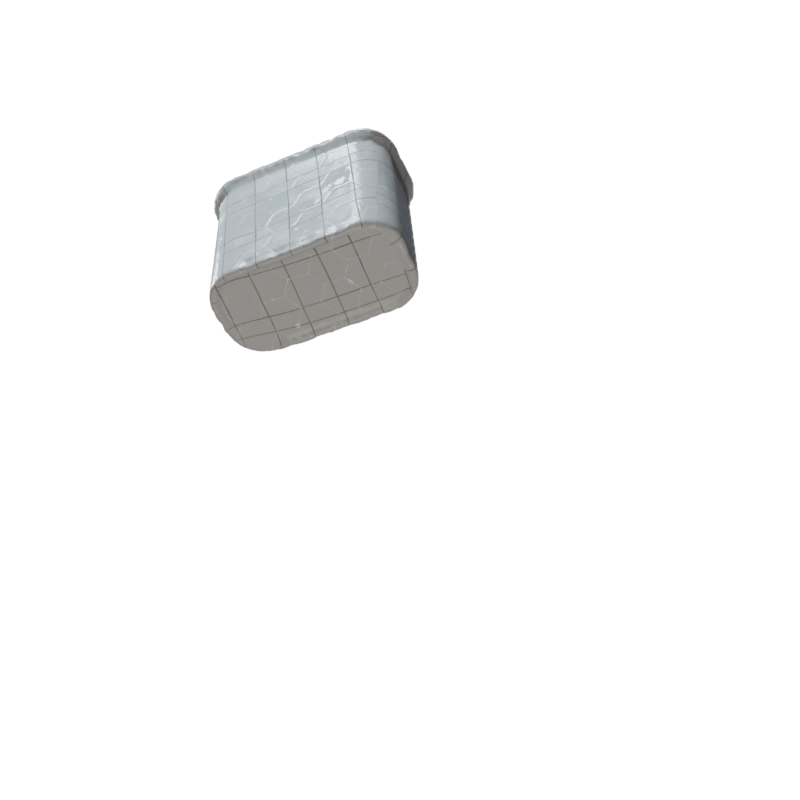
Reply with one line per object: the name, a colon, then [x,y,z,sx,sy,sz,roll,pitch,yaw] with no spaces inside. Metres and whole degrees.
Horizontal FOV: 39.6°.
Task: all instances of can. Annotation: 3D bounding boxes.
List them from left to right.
can: [-0.042,-0.078,0.544,0.102,0.053,0.090,-20,37,13]
